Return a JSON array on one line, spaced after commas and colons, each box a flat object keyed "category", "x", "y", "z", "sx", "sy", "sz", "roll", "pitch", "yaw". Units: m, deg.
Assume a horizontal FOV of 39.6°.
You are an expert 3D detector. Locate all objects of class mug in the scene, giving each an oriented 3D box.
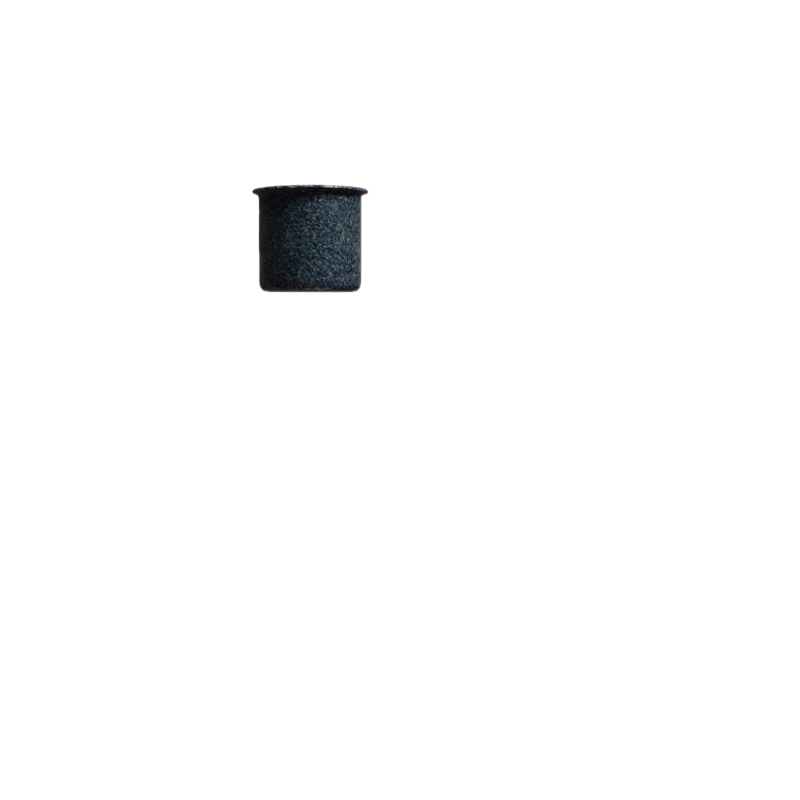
[{"category": "mug", "x": -0.070, "y": -0.128, "z": 0.896, "sx": 0.094, "sy": 0.082, "sz": 0.116, "roll": 0, "pitch": 2, "yaw": 9}]
